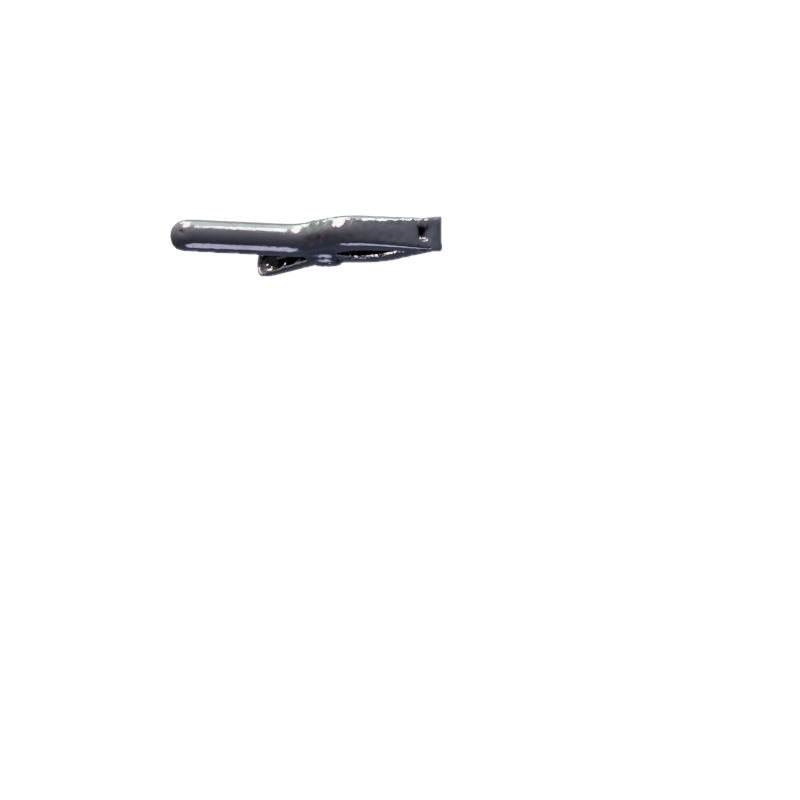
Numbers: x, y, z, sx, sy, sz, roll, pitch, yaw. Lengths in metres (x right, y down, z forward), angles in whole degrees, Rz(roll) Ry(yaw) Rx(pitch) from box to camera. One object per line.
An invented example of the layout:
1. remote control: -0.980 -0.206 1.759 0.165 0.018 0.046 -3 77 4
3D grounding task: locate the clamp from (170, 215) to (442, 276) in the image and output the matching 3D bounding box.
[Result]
1. clamp: -0.071 -0.130 0.908 0.216 0.037 0.157 -1 -2 29
